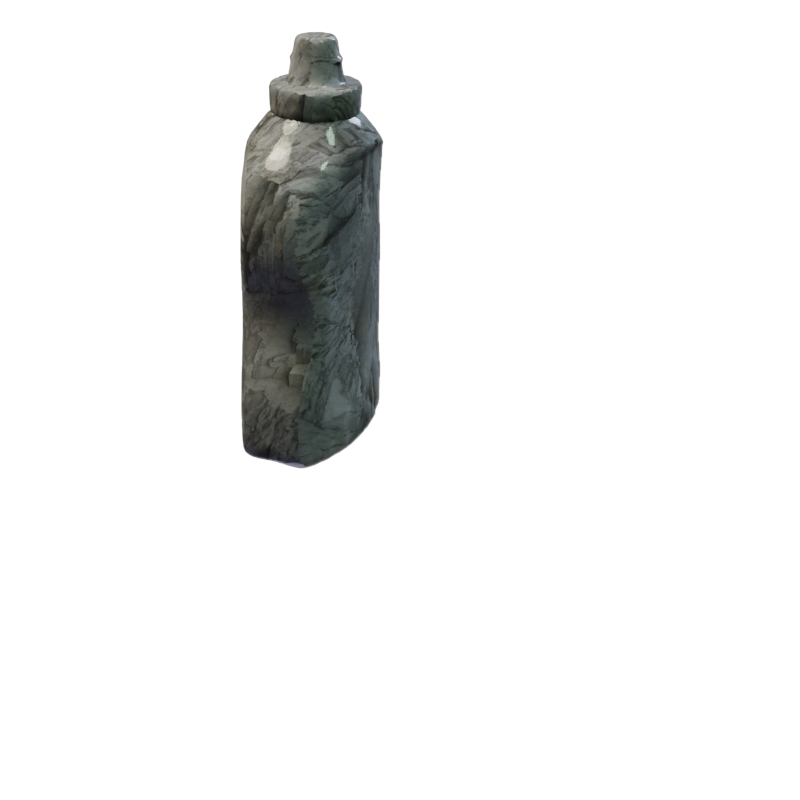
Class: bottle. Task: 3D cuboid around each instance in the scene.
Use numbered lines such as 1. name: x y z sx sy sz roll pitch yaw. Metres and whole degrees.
1. bottle: -0.040 -0.073 0.513 0.060 0.182 0.097 11 25 20
